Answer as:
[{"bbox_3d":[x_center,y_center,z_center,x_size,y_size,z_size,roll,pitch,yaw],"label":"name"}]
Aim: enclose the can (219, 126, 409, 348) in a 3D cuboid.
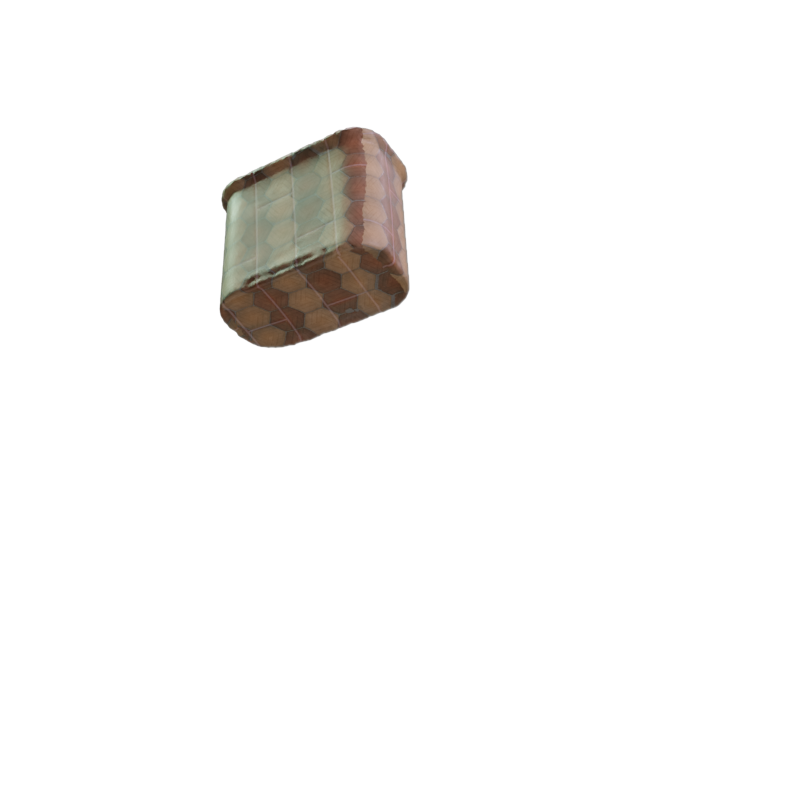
[{"bbox_3d":[-0.045,-0.083,0.581,0.102,0.090,0.053,-21,-43,21],"label":"can"}]
